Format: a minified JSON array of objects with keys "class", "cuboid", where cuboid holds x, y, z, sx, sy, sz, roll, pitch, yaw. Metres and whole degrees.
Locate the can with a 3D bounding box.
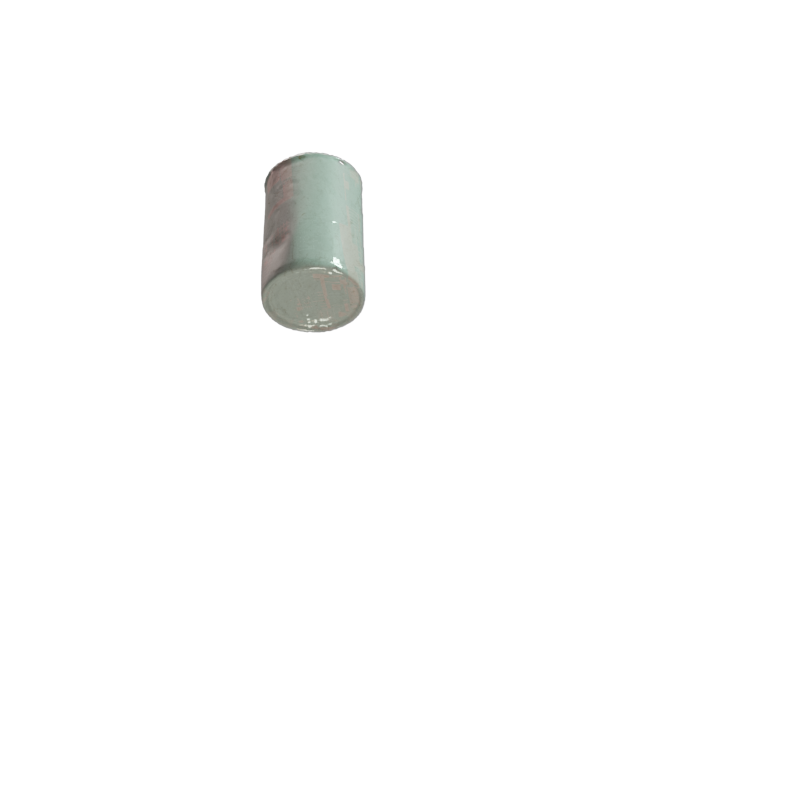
[{"class":"can","cuboid":[-0.057,-0.104,0.731,0.068,0.110,0.064,-1,-39,-3]}]
